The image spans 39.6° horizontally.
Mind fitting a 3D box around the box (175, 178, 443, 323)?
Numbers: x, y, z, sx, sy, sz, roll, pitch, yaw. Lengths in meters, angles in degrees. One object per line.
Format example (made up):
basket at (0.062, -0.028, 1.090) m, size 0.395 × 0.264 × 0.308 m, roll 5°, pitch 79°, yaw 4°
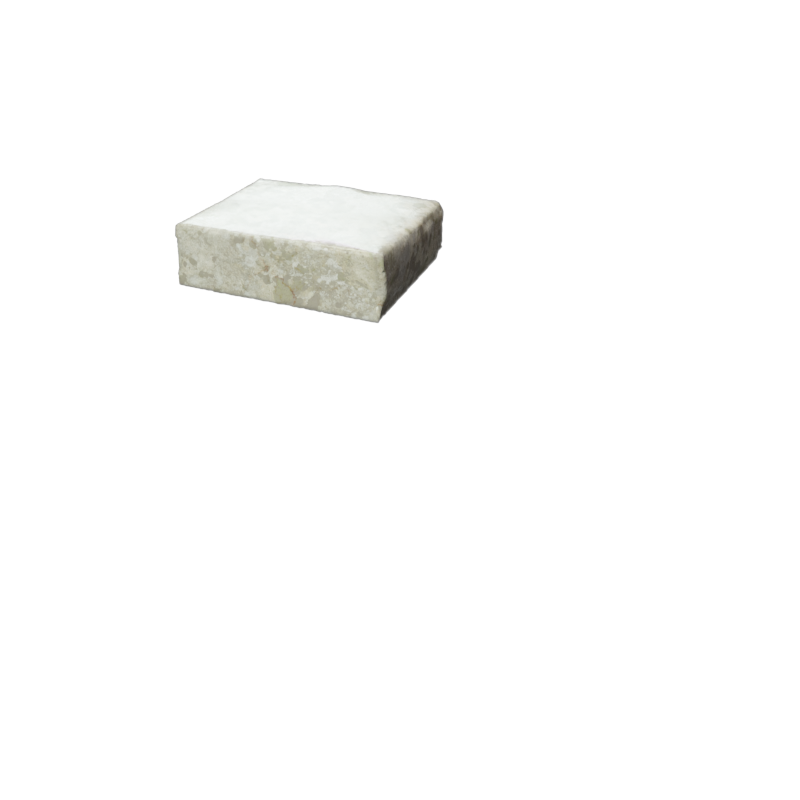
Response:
box at (-0.035, -0.065, 0.455) m, size 0.092 × 0.029 × 0.074 m, roll 11°, pitch 27°, yaw 20°
